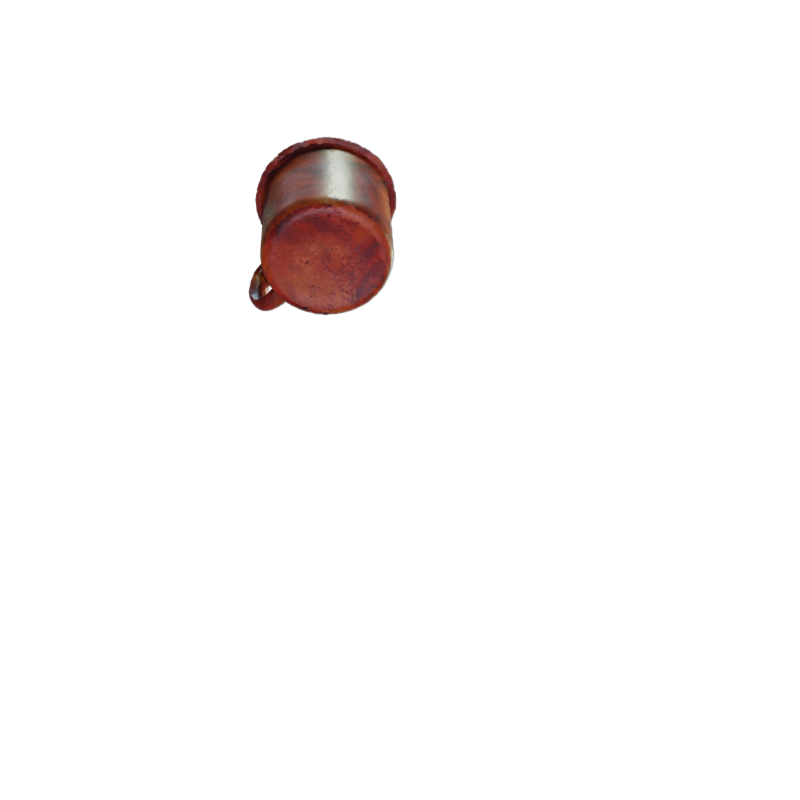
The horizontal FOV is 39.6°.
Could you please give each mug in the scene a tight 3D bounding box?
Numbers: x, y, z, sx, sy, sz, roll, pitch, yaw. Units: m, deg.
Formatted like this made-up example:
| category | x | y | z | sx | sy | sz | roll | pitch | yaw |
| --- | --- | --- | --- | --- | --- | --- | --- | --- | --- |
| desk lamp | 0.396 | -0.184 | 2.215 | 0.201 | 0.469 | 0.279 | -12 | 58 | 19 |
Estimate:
| category | x | y | z | sx | sy | sz | roll | pitch | yaw |
| --- | --- | --- | --- | --- | --- | --- | --- | --- | --- |
| mug | -0.055 | -0.100 | 0.704 | 0.116 | 0.088 | 0.087 | -39 | 26 | 21 |
